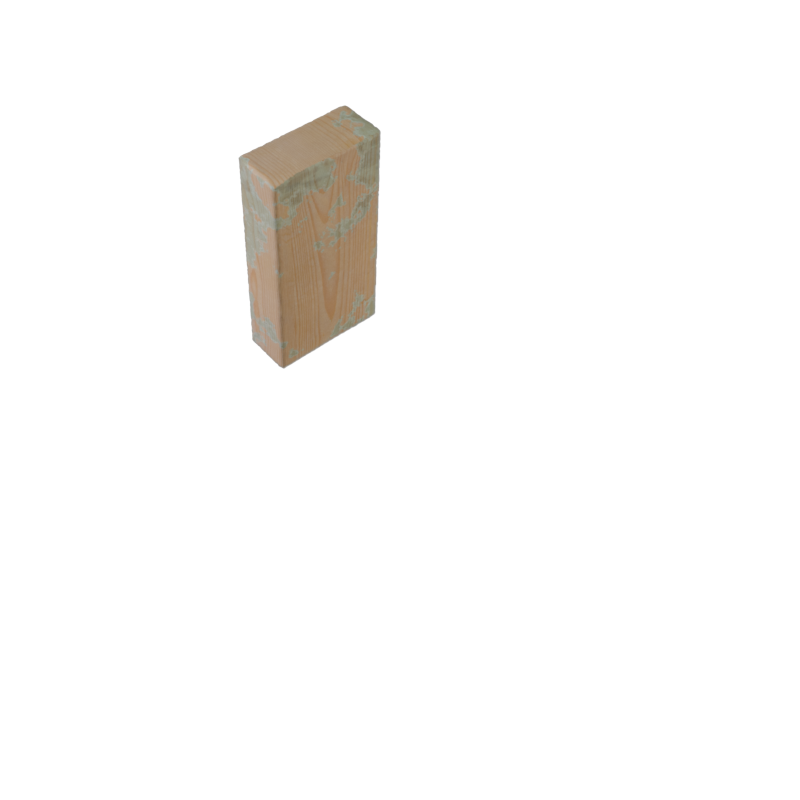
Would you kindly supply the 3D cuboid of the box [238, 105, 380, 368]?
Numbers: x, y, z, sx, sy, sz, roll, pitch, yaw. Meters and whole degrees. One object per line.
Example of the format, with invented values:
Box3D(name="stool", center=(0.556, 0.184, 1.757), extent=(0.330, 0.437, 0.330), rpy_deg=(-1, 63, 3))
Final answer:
Box3D(name="box", center=(-0.061, -0.111, 0.780), extent=(0.093, 0.164, 0.051), rpy_deg=(-32, 59, -27))
